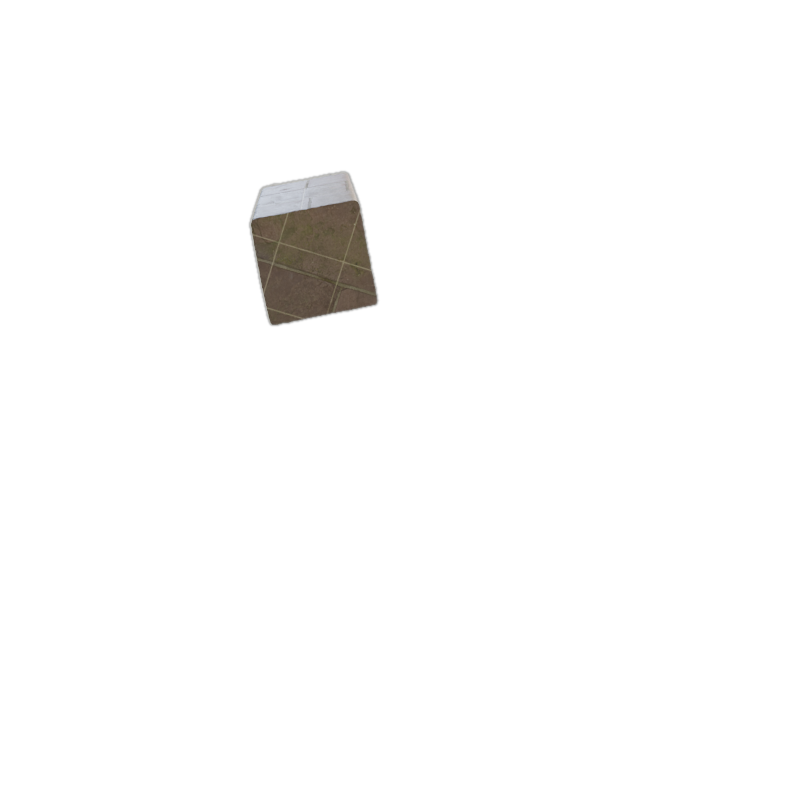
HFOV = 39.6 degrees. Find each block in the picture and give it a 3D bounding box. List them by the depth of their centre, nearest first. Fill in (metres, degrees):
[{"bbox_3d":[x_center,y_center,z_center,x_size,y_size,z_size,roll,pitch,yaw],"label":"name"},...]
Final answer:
[{"bbox_3d":[-0.077,-0.140,0.980,0.091,0.087,0.213,-11,17,-1],"label":"block"}]
